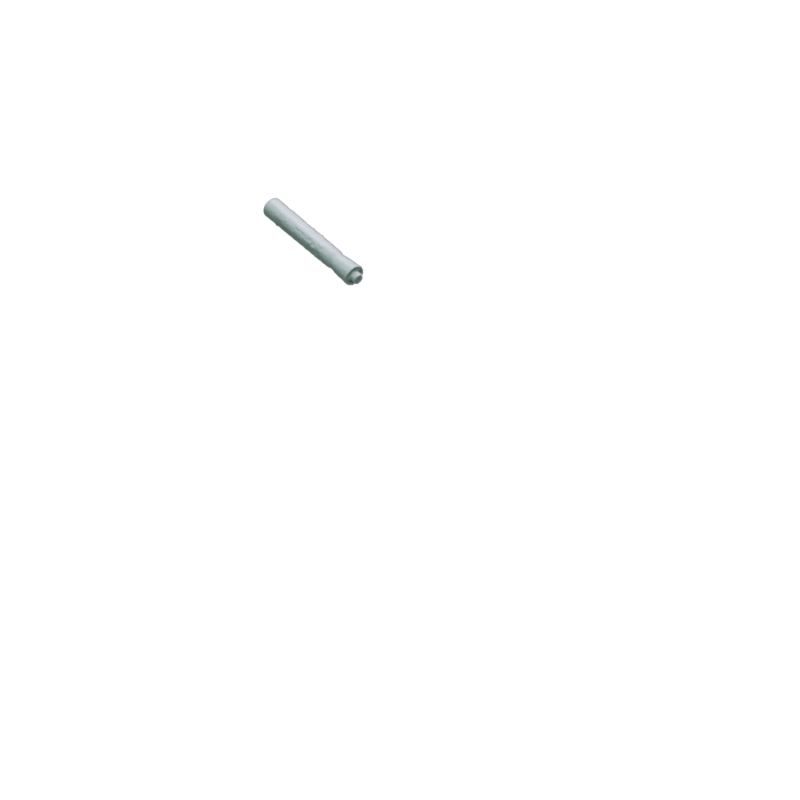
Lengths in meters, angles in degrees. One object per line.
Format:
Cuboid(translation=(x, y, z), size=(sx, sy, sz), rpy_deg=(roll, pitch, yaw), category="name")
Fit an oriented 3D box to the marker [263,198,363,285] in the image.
Cuboid(translation=(-0.073, -0.132, 0.928), size=(0.019, 0.019, 0.130), rpy_deg=(-3, 36, -45), category="marker")
